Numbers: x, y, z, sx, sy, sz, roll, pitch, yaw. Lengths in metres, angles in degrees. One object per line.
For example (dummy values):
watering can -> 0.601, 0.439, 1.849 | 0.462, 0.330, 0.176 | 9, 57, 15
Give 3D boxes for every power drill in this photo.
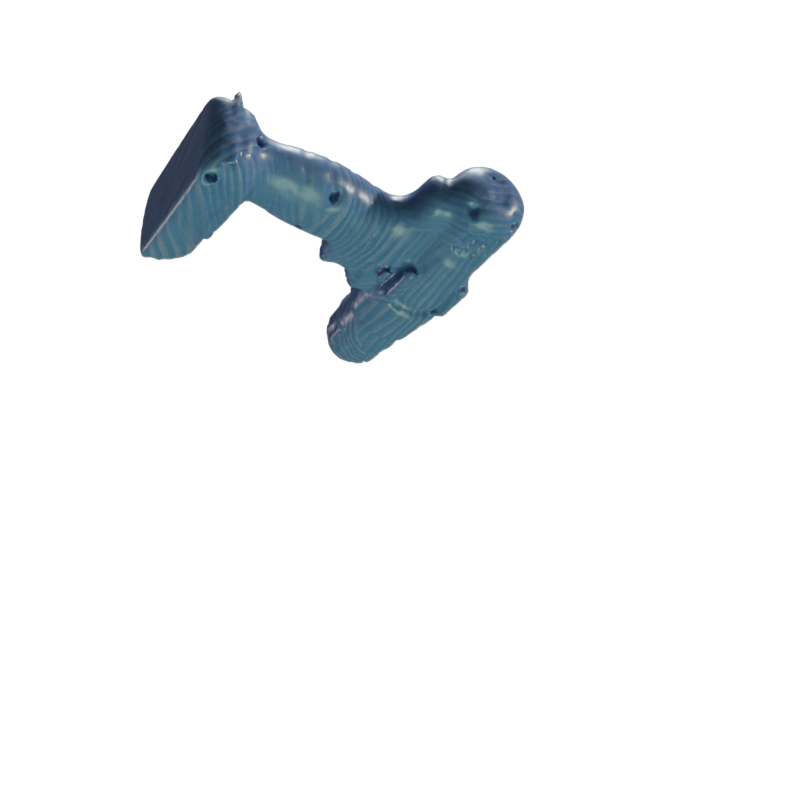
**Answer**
power drill -> -0.050, -0.092, 0.643 | 0.180, 0.061, 0.180 | 16, -37, -24
